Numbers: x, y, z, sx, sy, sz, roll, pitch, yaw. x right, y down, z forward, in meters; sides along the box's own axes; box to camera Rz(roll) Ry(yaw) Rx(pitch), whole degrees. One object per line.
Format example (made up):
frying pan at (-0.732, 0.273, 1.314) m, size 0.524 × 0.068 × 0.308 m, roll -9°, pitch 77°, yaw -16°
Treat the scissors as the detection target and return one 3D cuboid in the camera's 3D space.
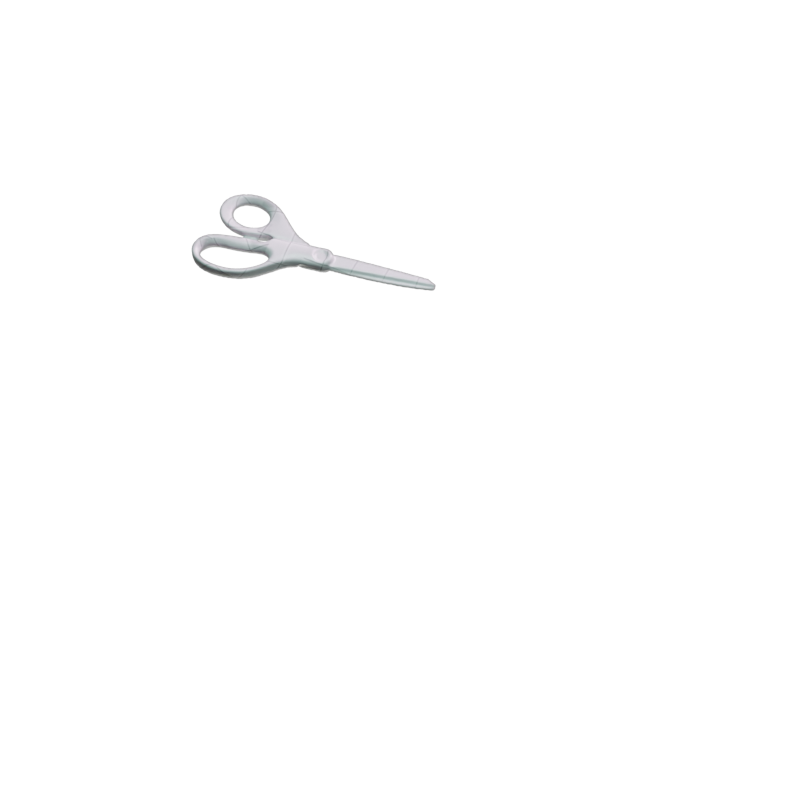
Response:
scissors at (-0.073, -0.133, 0.933) m, size 0.202 × 0.103 × 0.015 m, roll 1°, pitch -37°, yaw 1°
